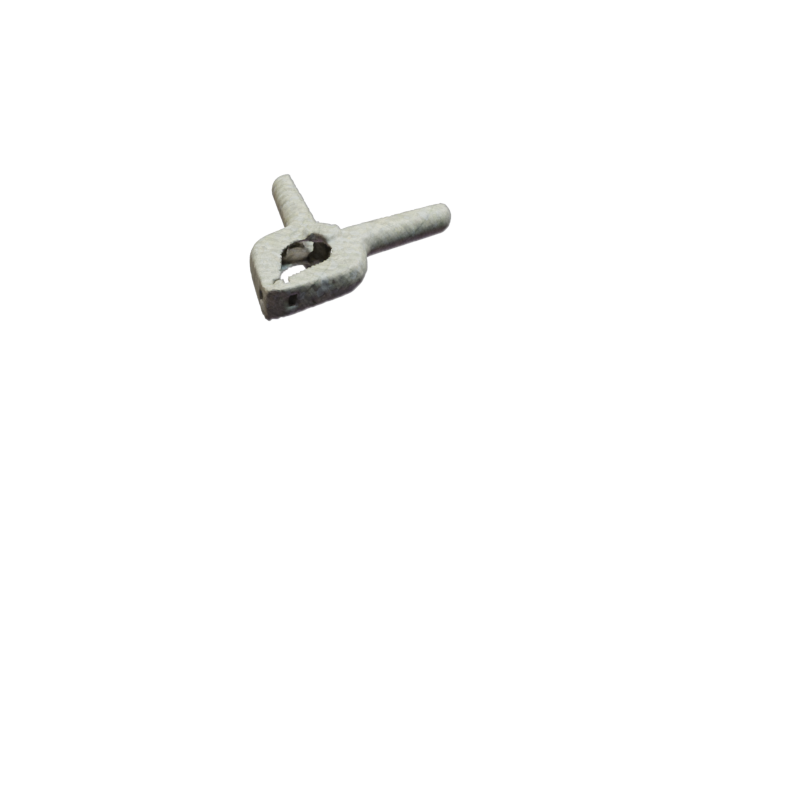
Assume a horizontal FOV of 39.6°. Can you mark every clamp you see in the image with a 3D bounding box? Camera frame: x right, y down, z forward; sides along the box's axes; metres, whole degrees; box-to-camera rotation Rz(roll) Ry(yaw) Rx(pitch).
[{"bbox_3d":[-0.071,-0.130,0.911,0.171,0.034,0.214,16,37,22],"label":"clamp"}]
